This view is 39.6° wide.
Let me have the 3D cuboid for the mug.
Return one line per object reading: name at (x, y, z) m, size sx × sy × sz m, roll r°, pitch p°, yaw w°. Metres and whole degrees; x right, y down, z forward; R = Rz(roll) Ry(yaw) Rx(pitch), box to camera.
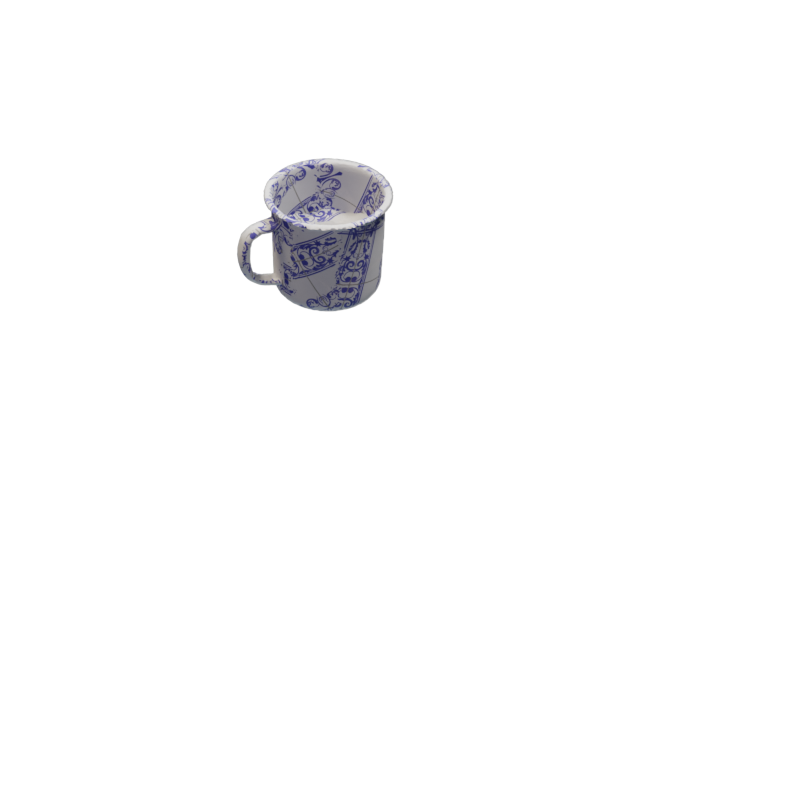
mug at (-0.064, -0.116, 0.812) m, size 0.116 × 0.076 × 0.101 m, roll -19°, pitch 44°, yaw -23°
